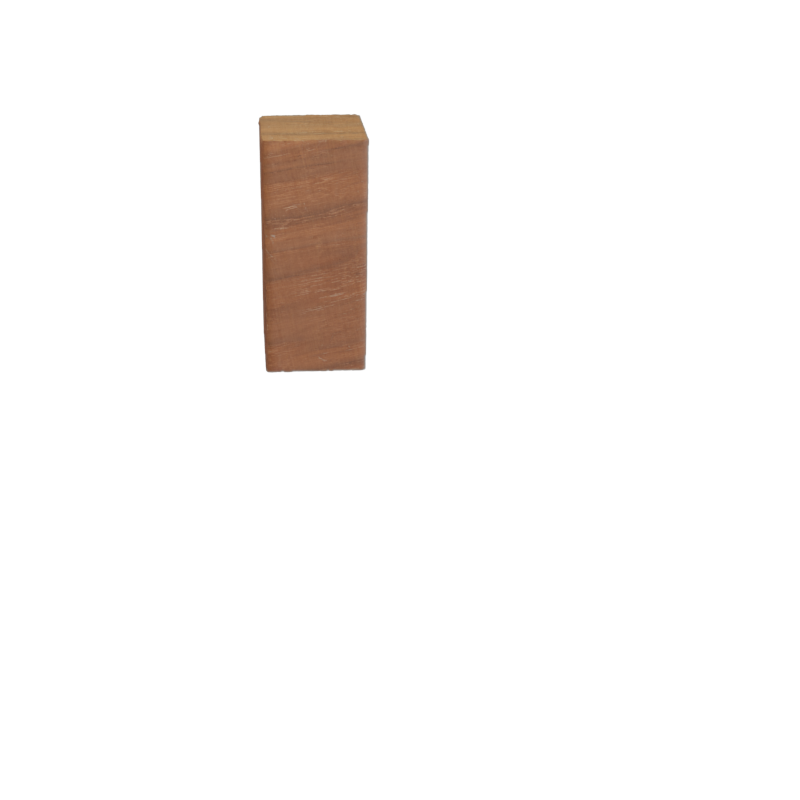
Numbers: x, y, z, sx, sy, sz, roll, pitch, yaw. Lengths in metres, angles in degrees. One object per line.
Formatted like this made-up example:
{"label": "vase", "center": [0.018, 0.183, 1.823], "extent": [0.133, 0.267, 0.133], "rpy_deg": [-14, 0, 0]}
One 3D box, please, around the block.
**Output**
{"label": "block", "center": [-0.076, -0.138, 0.964], "extent": [0.090, 0.196, 0.096], "rpy_deg": [-1, 22, -6]}
